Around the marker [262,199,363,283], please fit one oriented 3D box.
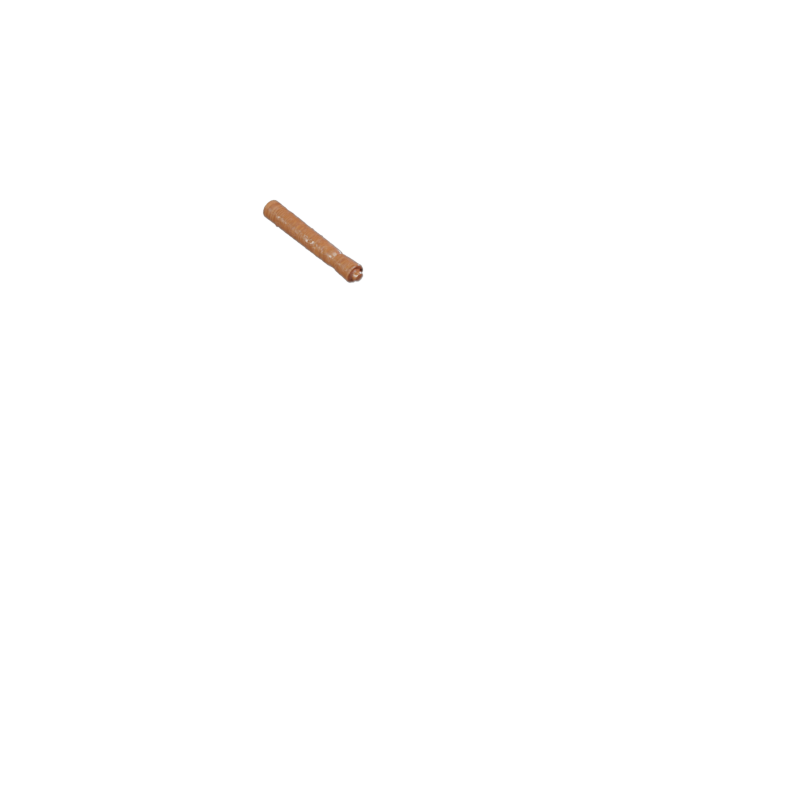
[{"bbox_3d":[-0.077,-0.141,0.987,0.129,0.019,0.019,40,26,31],"label":"marker"}]
